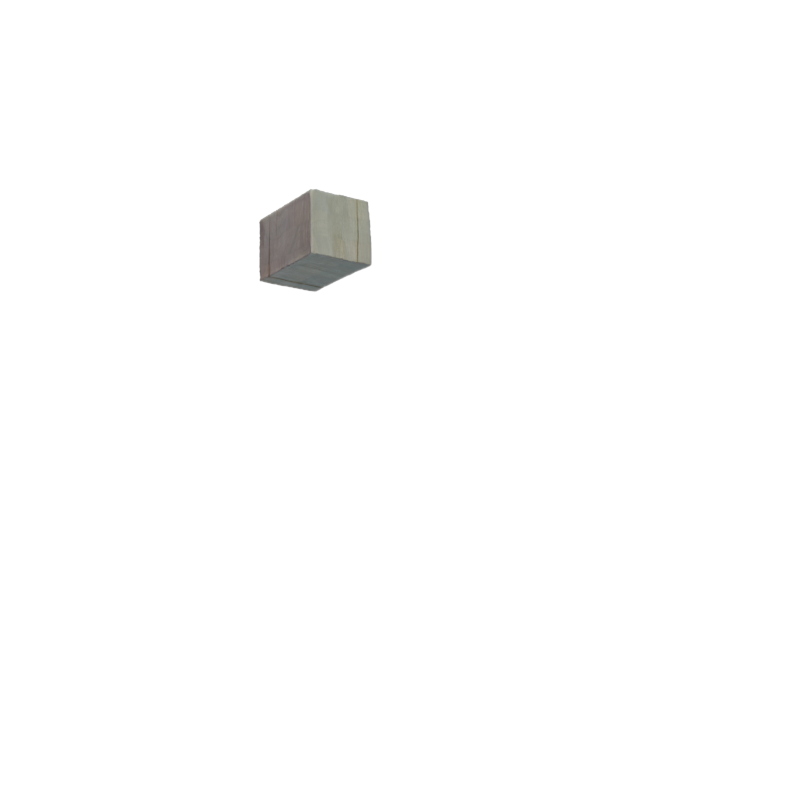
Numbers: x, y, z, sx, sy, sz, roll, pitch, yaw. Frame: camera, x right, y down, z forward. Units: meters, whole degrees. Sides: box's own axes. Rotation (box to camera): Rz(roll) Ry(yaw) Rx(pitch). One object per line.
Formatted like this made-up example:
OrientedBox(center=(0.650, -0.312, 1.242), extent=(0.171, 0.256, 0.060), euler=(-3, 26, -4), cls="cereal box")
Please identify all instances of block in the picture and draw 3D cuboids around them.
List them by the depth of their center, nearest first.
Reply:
OrientedBox(center=(-0.065, -0.118, 0.825), extent=(0.050, 0.053, 0.079), euler=(10, -18, -35), cls="block")
